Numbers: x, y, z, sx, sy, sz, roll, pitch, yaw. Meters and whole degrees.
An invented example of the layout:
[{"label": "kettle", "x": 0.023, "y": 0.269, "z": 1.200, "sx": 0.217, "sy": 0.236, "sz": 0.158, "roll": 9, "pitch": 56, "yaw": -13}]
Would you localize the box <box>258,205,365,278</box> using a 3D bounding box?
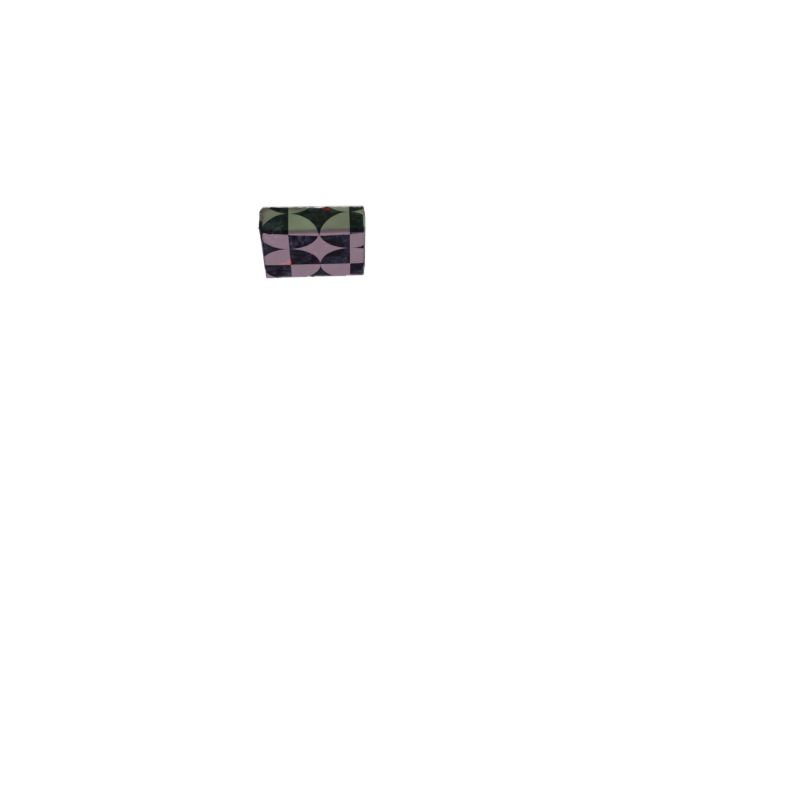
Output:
[{"label": "box", "x": -0.075, "y": -0.136, "z": 0.951, "sx": 0.089, "sy": 0.032, "sz": 0.069, "roll": 0, "pitch": -27, "yaw": 0}]
